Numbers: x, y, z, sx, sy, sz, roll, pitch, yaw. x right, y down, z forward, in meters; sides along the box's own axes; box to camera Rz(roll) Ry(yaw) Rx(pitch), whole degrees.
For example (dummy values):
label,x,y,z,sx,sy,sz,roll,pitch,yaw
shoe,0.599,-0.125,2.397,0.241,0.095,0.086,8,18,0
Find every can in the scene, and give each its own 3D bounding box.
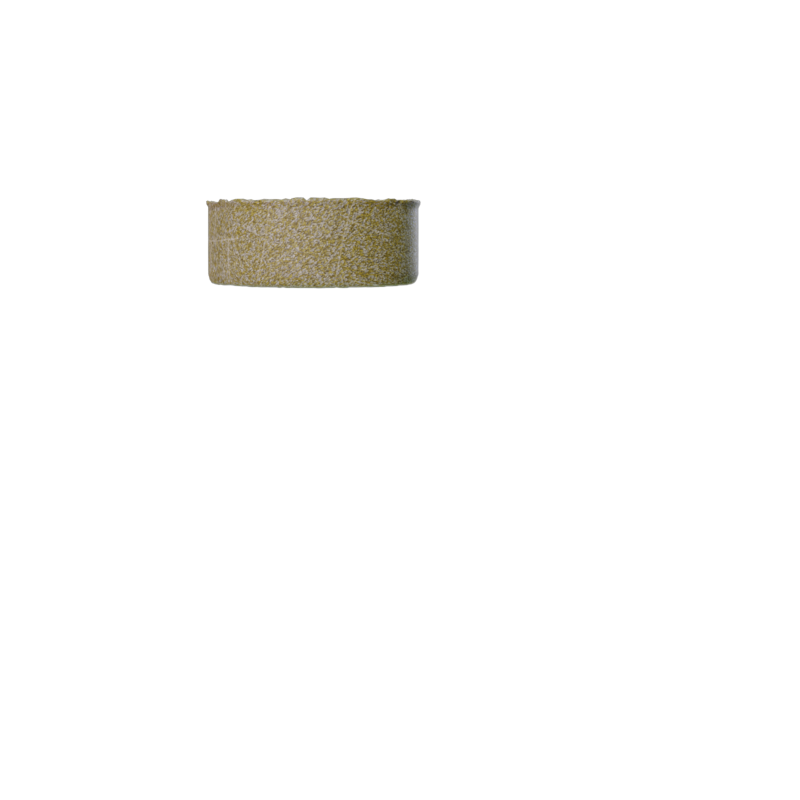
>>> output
label,x,y,z,sx,sy,sz,roll,pitch,yaw
can,-0.035,-0.064,0.445,0.086,0.033,0.087,0,8,-2
